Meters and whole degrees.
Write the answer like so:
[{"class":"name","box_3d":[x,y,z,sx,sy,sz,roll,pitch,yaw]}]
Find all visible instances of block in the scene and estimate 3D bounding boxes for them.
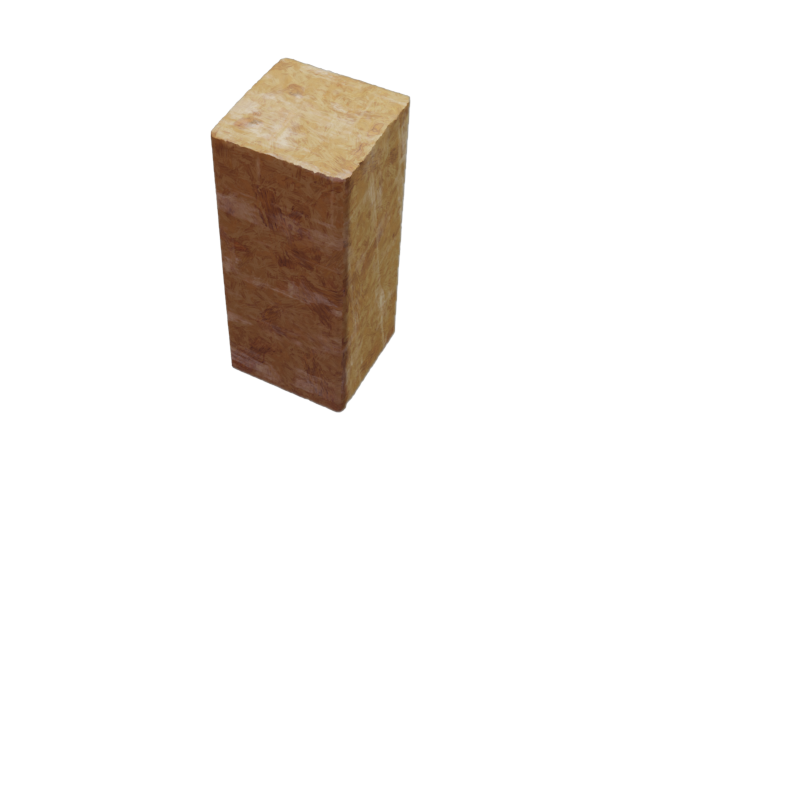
[{"class":"block","box_3d":[-0.056,-0.101,0.711,0.094,0.192,0.093,22,51,16]}]
